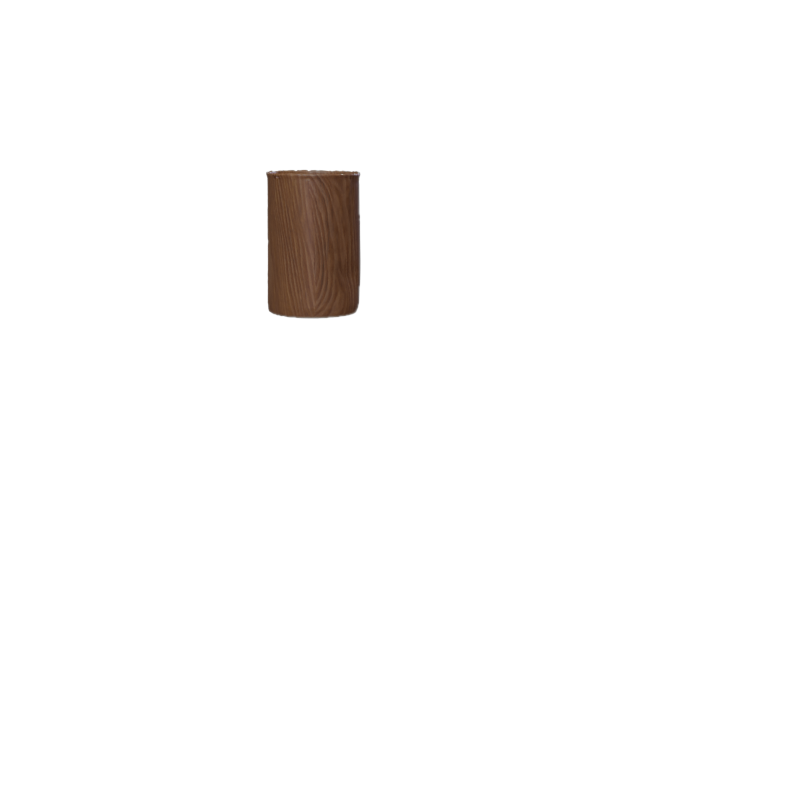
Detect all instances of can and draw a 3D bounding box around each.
[{"bbox_3d":[-0.063,-0.115,0.805,0.068,0.100,0.070,0,9,-2],"label":"can"}]
